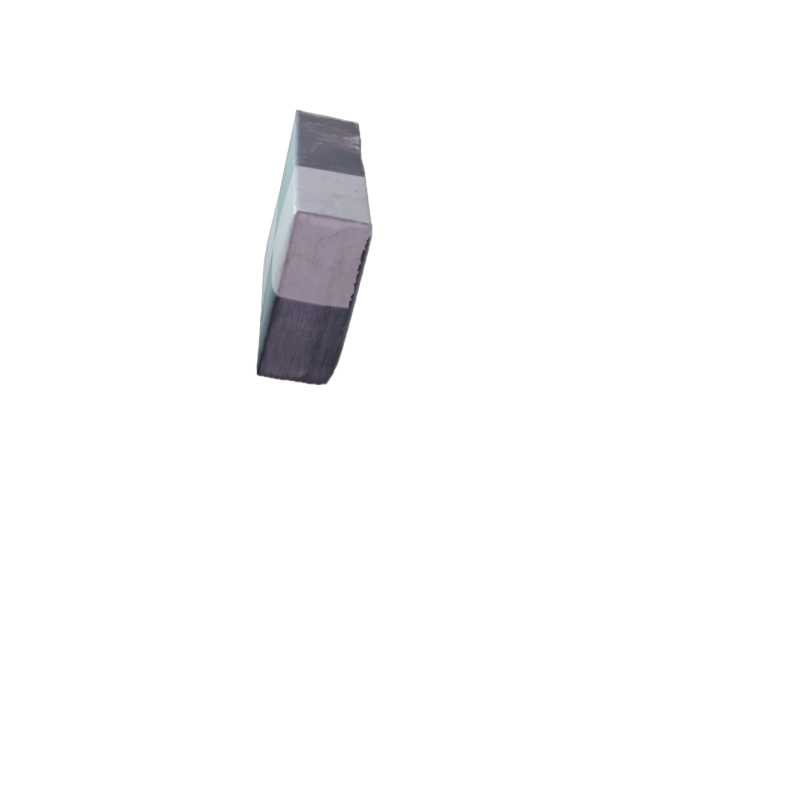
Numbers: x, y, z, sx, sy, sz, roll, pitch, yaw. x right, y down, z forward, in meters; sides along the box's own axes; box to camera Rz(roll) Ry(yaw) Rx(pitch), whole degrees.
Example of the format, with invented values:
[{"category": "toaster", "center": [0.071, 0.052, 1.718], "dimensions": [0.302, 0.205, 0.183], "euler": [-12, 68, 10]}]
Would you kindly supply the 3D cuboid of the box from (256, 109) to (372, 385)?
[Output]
[{"category": "box", "center": [-0.078, -0.142, 0.993], "dimensions": [0.071, 0.156, 0.228], "euler": [10, 32, -11]}]
